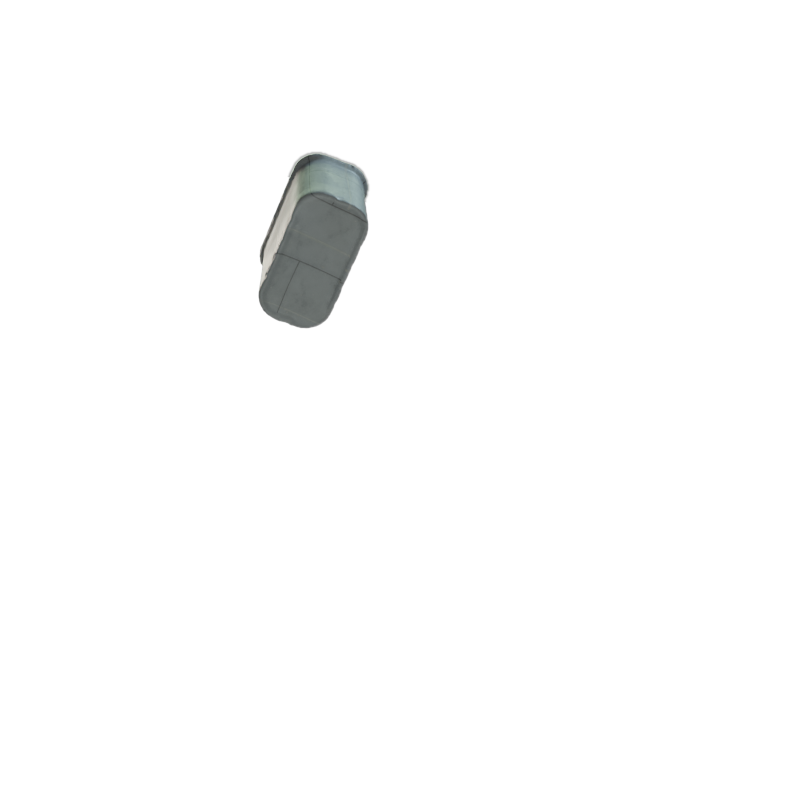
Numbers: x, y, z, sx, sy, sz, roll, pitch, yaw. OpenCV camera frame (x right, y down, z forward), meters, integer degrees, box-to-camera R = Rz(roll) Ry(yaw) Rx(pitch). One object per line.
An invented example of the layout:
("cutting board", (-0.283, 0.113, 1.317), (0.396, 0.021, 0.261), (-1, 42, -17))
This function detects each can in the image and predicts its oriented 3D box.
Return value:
("can", (-0.061, -0.110, 0.772), (0.056, 0.099, 0.088), (20, 22, -12))
